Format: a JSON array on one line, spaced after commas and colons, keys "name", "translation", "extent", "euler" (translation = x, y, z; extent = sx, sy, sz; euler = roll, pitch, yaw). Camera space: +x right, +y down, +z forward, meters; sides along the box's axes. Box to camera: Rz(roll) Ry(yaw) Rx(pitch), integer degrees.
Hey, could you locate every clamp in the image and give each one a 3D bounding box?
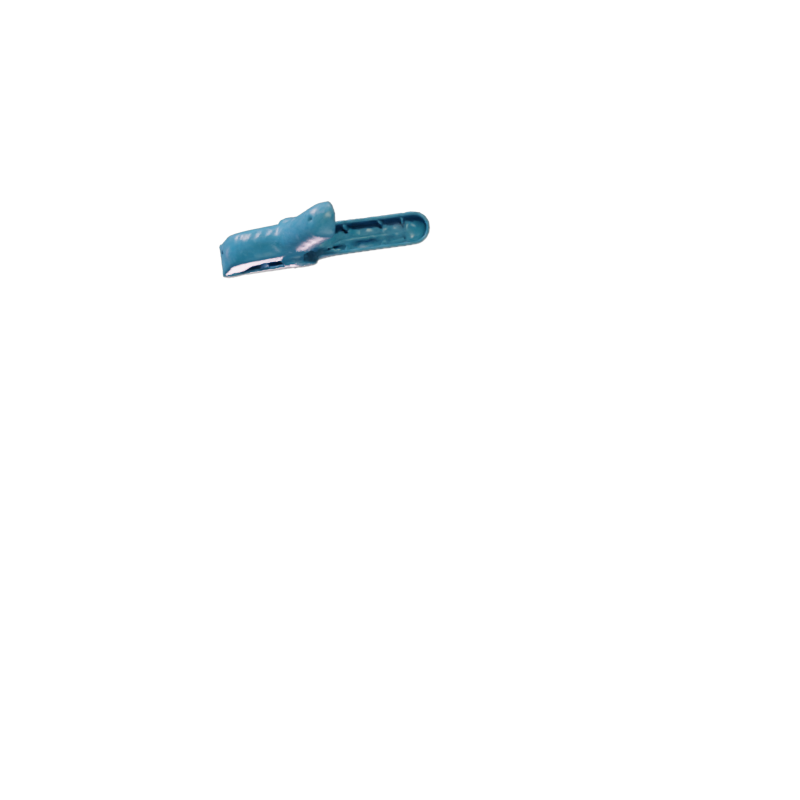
[{"name": "clamp", "translation": [-0.066, -0.120, 0.839], "extent": [0.115, 0.040, 0.176], "euler": [3, -5, -41]}]
